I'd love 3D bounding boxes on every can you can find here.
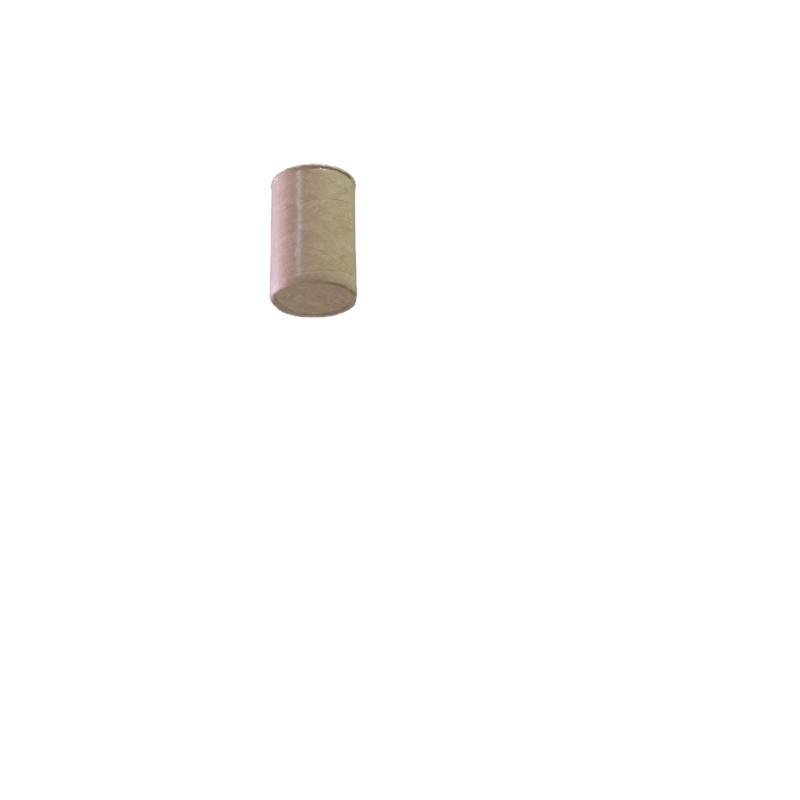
[{"bbox_3d":[-0.068,-0.123,0.863,0.068,0.108,0.065,0,-24,-2],"label":"can"}]
